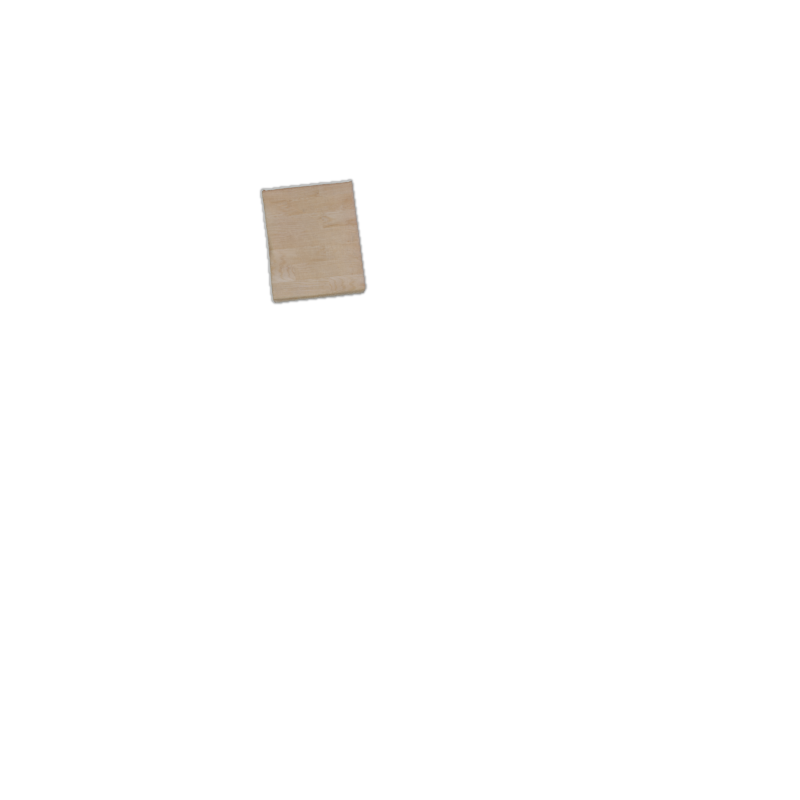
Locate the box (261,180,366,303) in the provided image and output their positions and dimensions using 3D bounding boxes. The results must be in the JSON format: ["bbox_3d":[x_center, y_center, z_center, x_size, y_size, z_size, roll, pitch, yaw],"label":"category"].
[{"bbox_3d":[-0.068,-0.124,0.867,0.073,0.091,0.030,-6,-8,-1],"label":"box"}]
